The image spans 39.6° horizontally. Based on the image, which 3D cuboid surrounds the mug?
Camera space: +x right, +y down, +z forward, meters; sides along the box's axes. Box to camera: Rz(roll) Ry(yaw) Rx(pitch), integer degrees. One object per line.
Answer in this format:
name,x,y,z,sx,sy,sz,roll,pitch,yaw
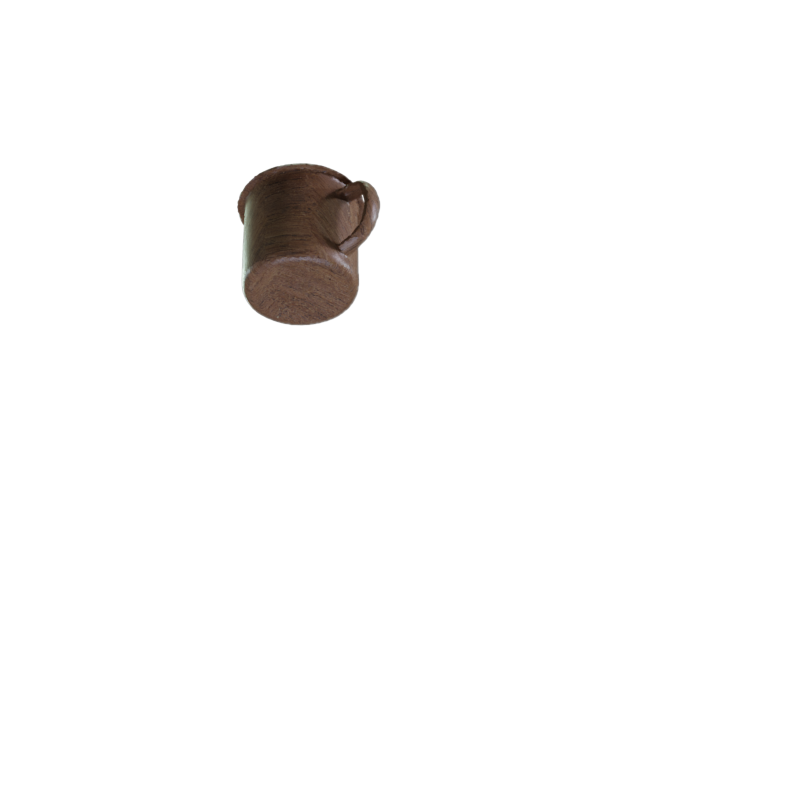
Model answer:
mug,-0.061,-0.111,0.781,0.117,0.087,0.087,-26,-43,29
